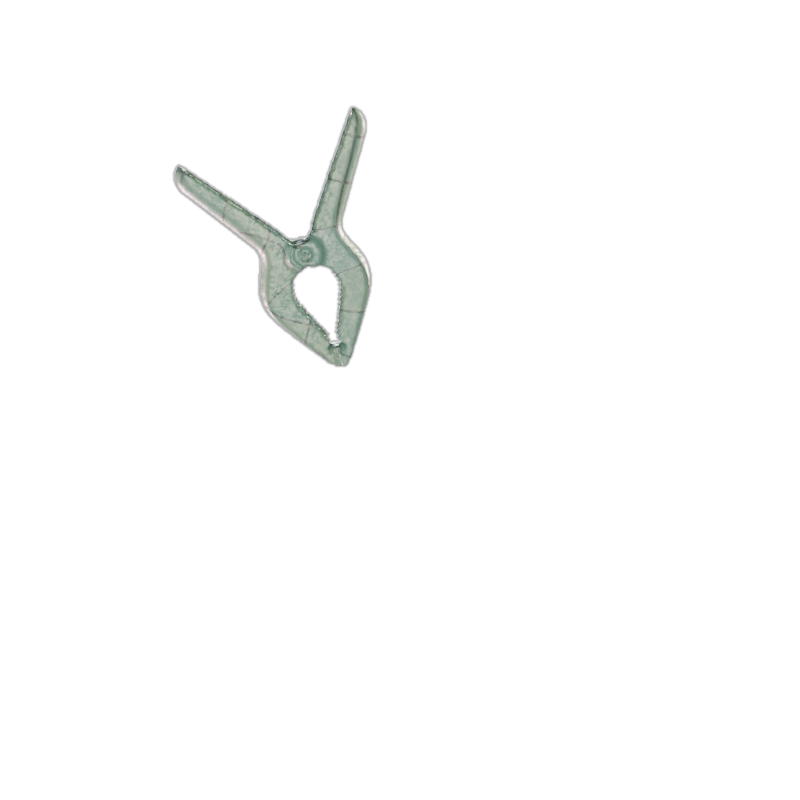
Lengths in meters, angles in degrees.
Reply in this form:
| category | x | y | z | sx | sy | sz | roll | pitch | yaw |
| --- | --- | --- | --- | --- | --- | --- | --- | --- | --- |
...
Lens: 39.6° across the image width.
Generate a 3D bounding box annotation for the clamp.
| category | x | y | z | sx | sy | sz | roll | pitch | yaw |
| --- | --- | --- | --- | --- | --- | --- | --- | --- | --- |
| clamp | -0.072 | -0.132 | 0.926 | 0.164 | 0.206 | 0.037 | -25 | 8 | 3 |
